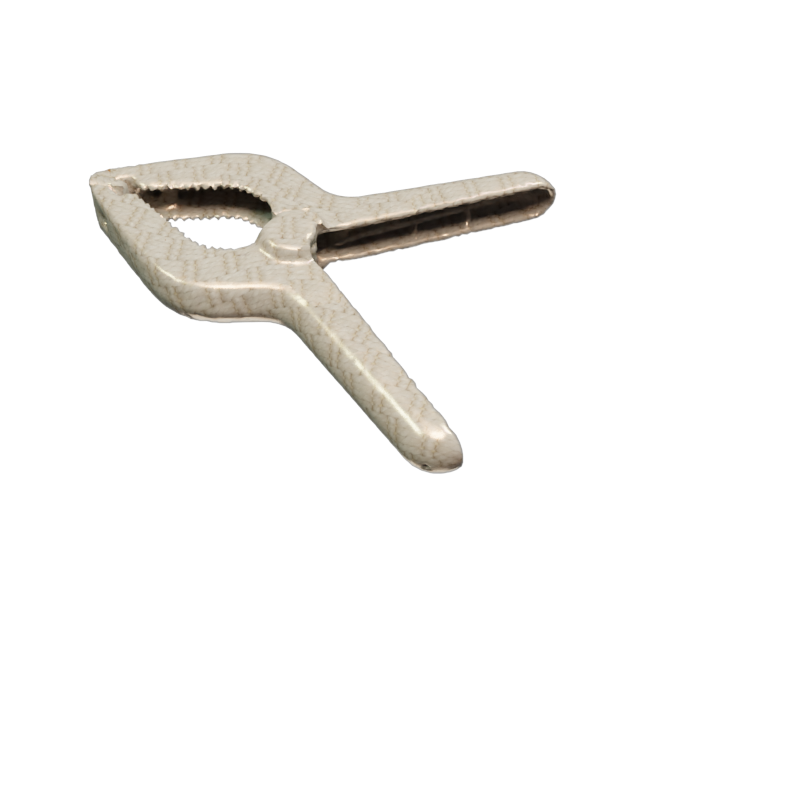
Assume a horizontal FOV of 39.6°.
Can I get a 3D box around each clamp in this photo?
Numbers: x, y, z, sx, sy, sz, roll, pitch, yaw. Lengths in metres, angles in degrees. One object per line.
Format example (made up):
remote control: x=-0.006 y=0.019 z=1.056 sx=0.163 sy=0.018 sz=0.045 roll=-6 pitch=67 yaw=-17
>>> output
clamp: x=-0.039 y=-0.072 z=0.502 sx=0.218 sy=0.170 sz=0.034 roll=22 pitch=-37 yaw=17
